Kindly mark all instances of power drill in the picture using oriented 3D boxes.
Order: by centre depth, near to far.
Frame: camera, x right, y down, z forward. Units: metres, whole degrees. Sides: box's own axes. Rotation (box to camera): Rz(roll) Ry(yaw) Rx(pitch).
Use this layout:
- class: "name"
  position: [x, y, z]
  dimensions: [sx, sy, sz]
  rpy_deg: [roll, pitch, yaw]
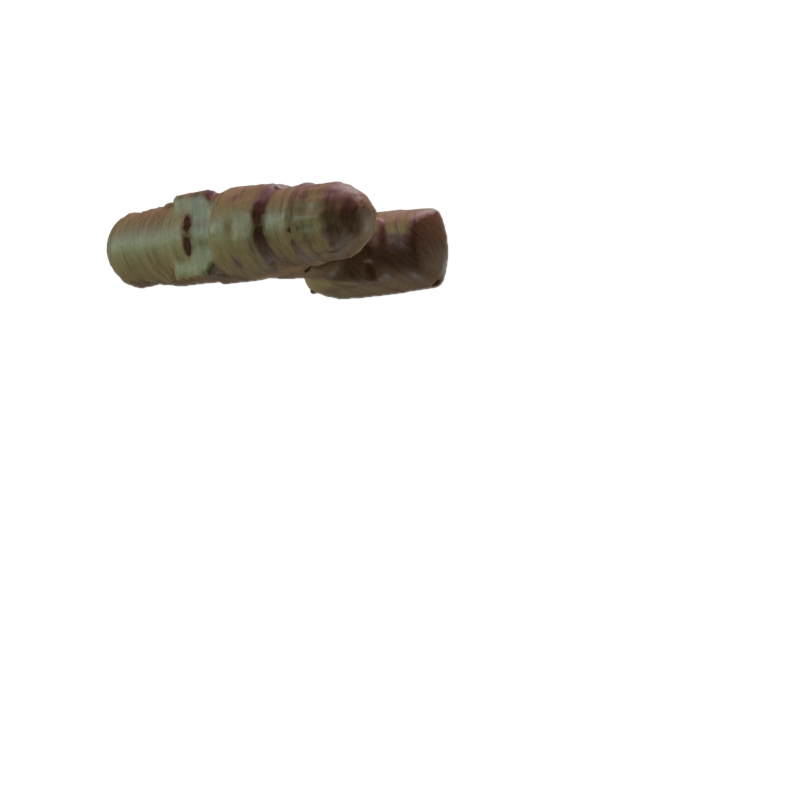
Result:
- class: "power drill"
  position: [-0.052, -0.095, 0.663]
  dimensions: [0.191, 0.058, 0.180]
  rpy_deg: [1, 1, 38]
